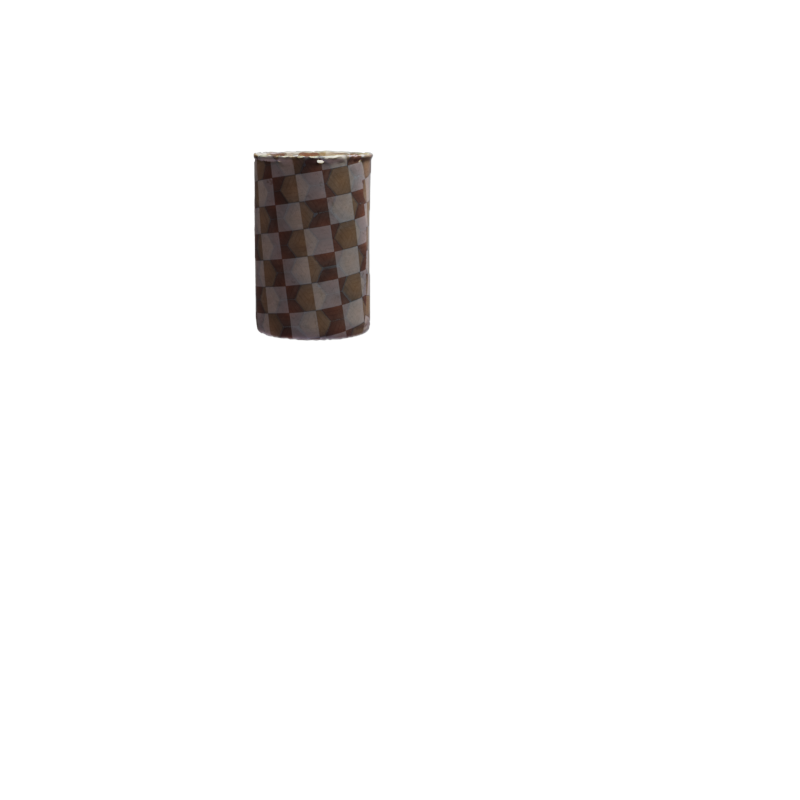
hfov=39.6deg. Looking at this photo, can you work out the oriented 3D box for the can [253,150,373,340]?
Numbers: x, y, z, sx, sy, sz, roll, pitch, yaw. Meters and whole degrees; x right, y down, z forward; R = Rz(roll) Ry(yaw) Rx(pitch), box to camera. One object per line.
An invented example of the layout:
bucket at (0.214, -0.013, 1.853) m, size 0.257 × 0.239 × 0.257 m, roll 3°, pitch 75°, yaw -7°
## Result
can at (-0.050, -0.091, 0.636) m, size 0.068 × 0.100 × 0.070 m, roll 0°, pitch 10°, yaw -2°
